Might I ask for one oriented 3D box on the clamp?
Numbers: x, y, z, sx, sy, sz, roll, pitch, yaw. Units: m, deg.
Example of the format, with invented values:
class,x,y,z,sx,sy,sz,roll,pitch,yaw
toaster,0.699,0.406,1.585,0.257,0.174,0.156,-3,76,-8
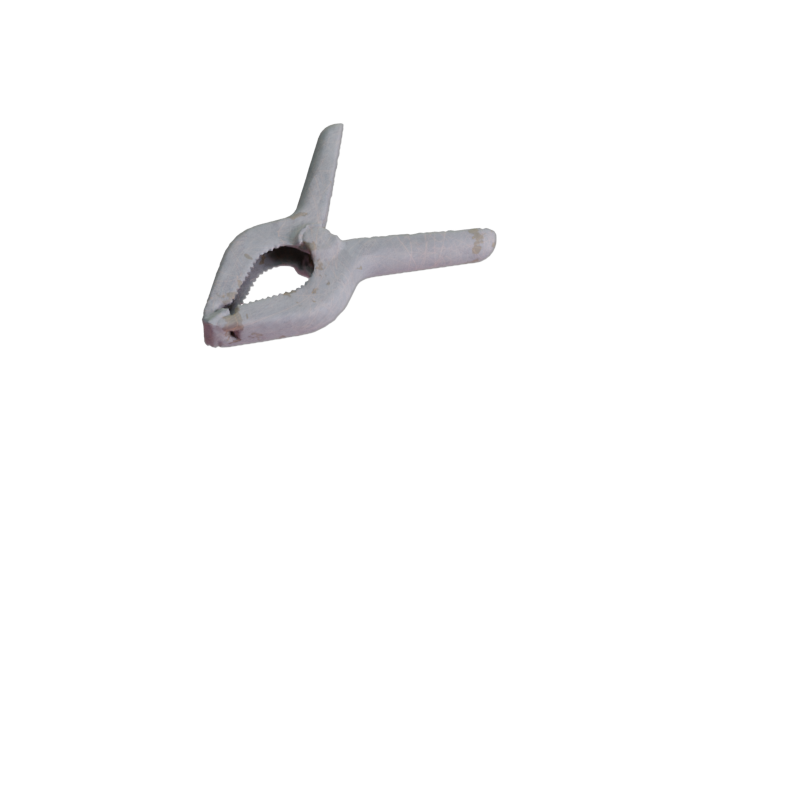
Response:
class,x,y,z,sx,sy,sz,roll,pitch,yaw
clamp,-0.061,-0.111,0.778,0.210,0.034,0.176,-33,59,-23
